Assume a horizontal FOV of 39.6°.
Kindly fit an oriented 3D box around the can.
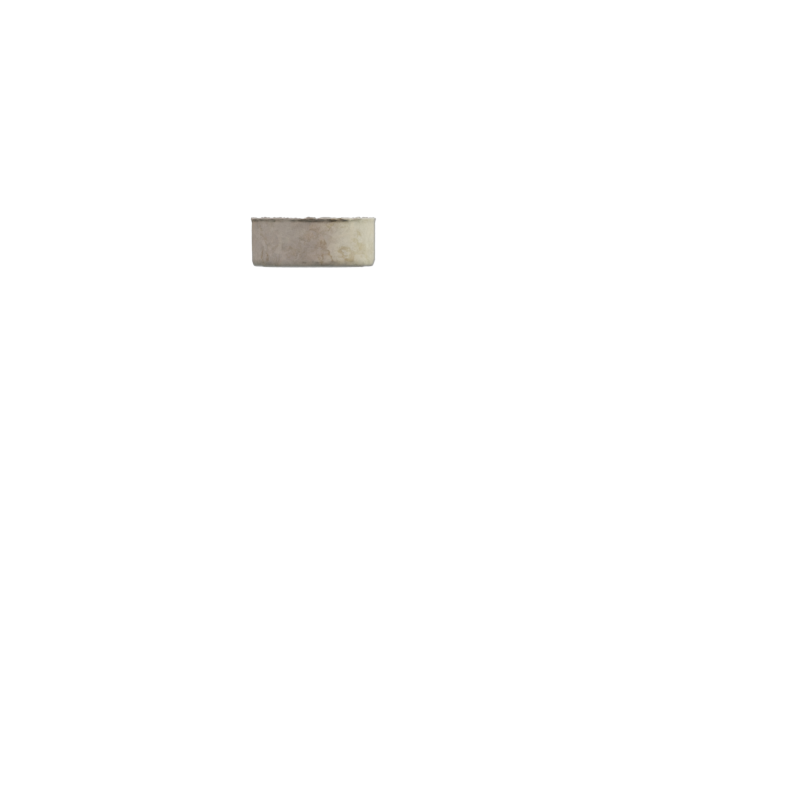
[{"bbox_3d":[-0.059,-0.108,0.759,0.086,0.033,0.087,0,8,-2],"label":"can"}]
